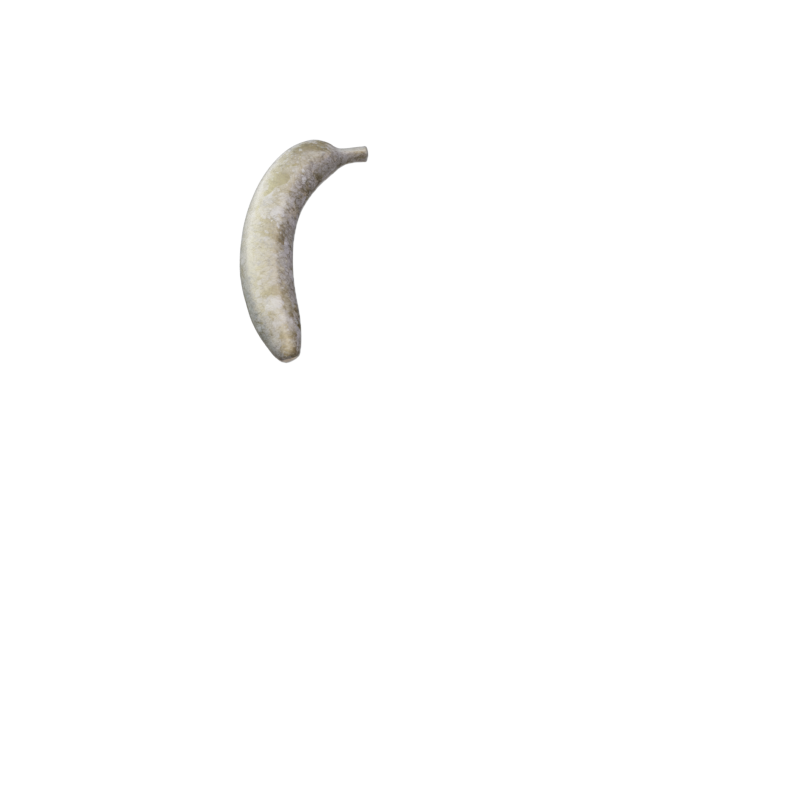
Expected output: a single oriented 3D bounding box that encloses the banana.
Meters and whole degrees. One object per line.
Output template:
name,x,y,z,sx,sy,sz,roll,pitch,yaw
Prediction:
banana,-0.078,-0.120,0.791,0.071,0.208,0.034,12,-31,7
